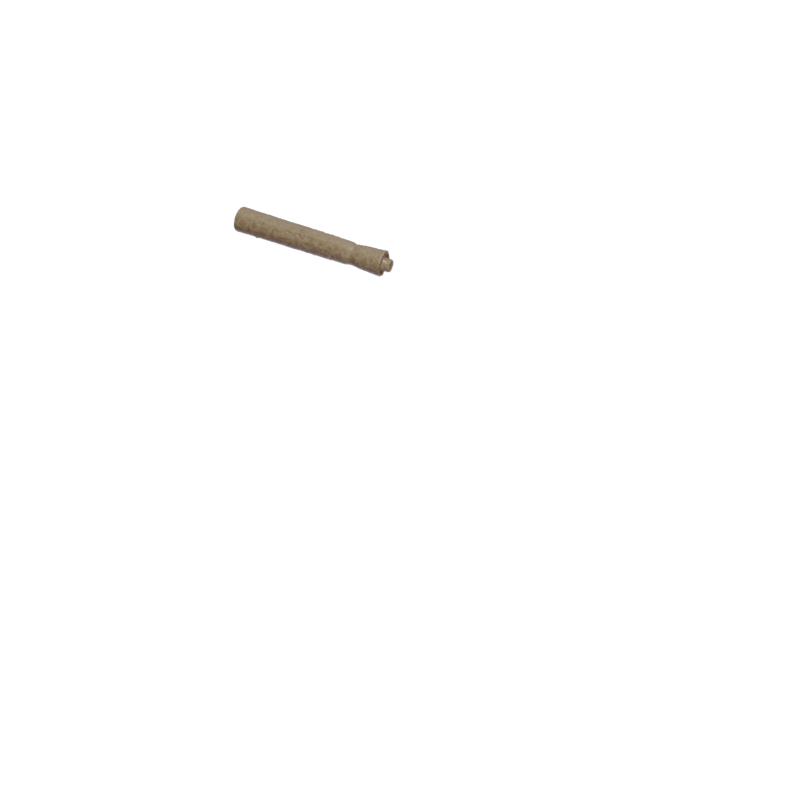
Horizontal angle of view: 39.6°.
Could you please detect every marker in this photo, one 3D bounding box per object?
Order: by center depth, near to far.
[{"bbox_3d":[-0.062,-0.112,0.787,0.126,0.019,0.019,20,10,20],"label":"marker"}]
